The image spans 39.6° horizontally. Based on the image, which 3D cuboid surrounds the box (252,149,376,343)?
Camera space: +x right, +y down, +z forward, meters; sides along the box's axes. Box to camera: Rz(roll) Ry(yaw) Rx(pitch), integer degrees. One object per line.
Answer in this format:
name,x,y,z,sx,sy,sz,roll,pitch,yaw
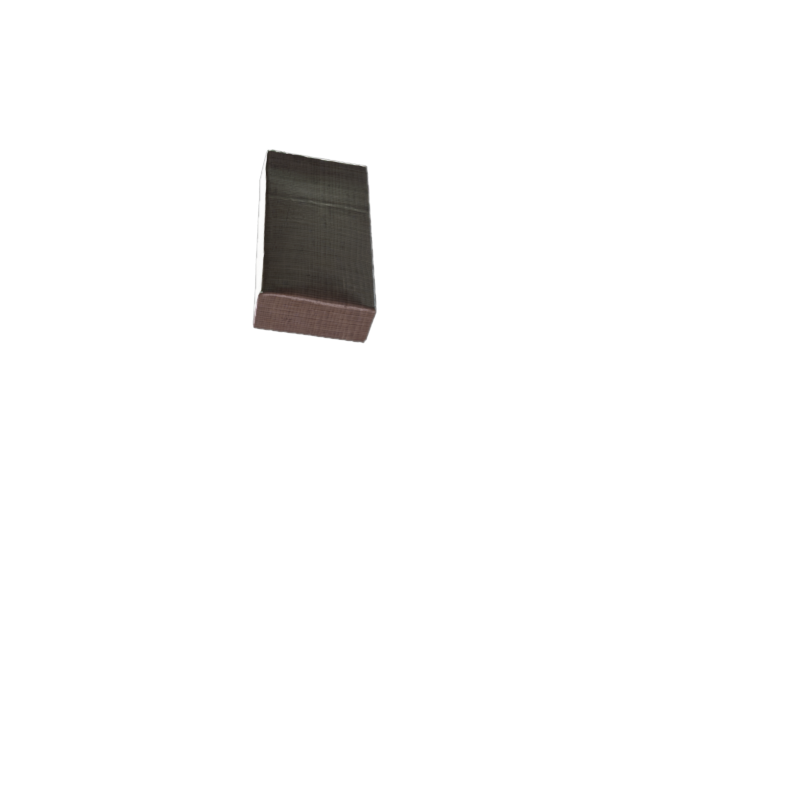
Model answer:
box,-0.071,-0.130,0.913,0.092,0.189,0.045,7,-46,-11
